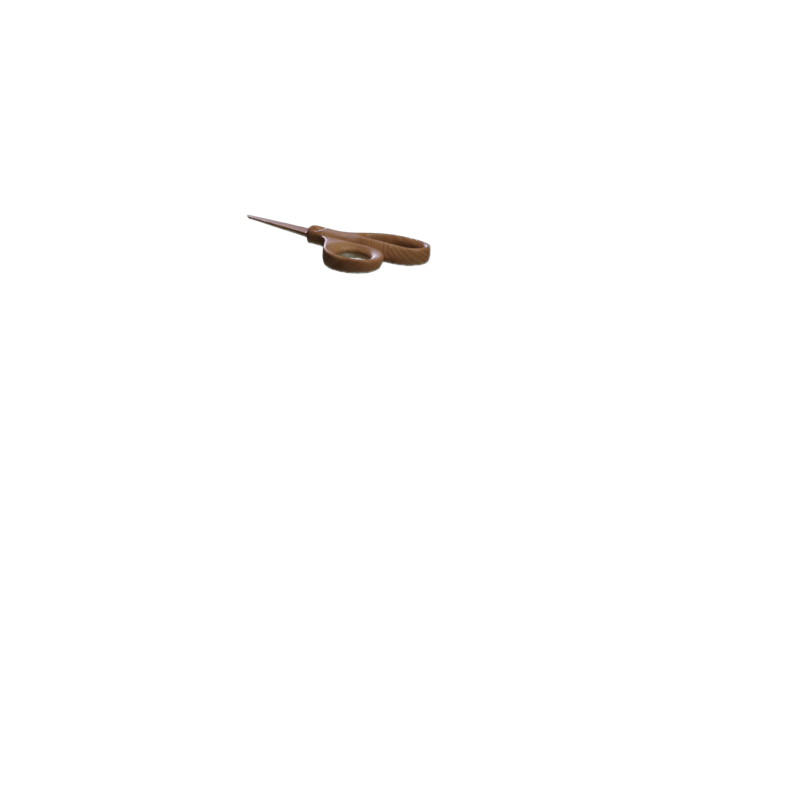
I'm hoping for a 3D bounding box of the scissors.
[{"bbox_3d":[-0.073,-0.133,0.931,0.211,0.015,0.096,13,25,29],"label":"scissors"}]
